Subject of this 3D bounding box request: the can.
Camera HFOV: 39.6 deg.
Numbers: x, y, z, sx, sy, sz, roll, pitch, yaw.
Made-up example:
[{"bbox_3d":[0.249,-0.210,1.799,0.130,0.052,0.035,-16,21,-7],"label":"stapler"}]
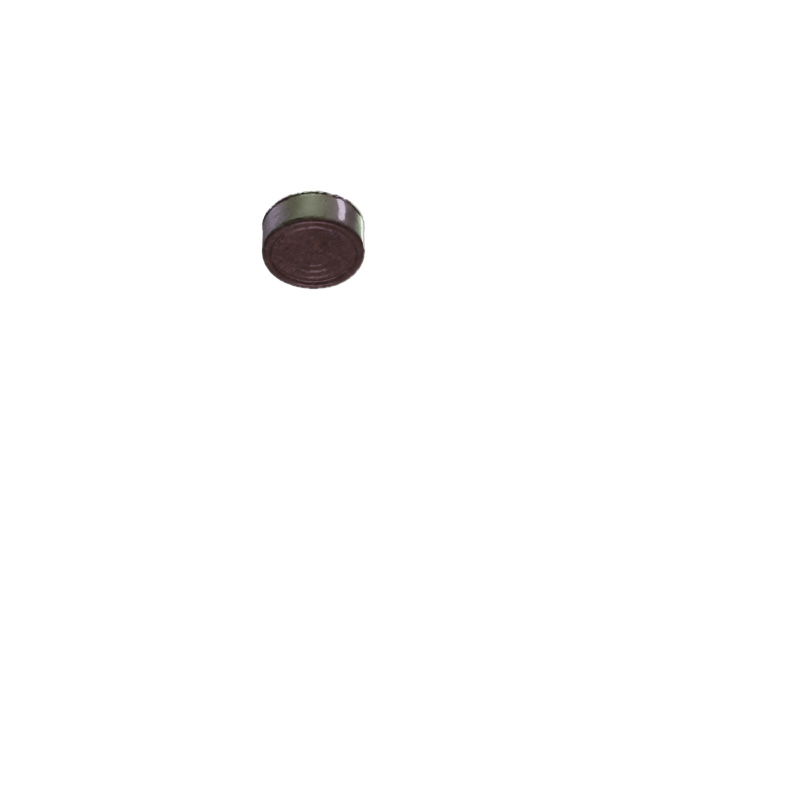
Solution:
[{"bbox_3d":[-0.071,-0.130,0.912,0.086,0.036,0.080,1,-39,-2],"label":"can"}]
